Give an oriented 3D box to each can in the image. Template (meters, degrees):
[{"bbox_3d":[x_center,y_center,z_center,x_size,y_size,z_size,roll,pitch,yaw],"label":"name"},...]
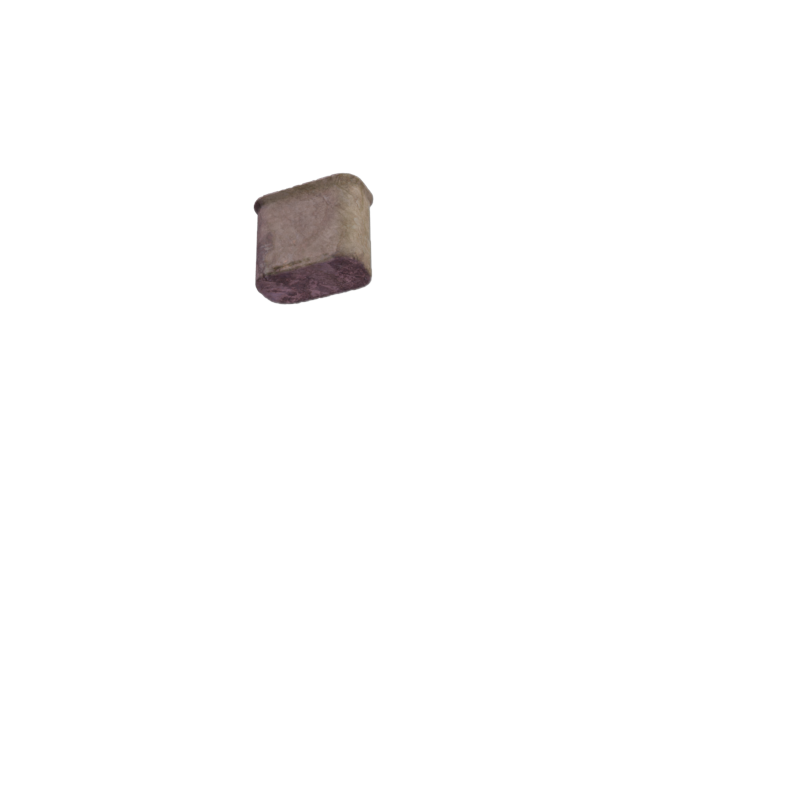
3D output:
[{"bbox_3d":[-0.073,-0.134,0.936,0.103,0.089,0.053,-13,-33,20],"label":"can"}]
